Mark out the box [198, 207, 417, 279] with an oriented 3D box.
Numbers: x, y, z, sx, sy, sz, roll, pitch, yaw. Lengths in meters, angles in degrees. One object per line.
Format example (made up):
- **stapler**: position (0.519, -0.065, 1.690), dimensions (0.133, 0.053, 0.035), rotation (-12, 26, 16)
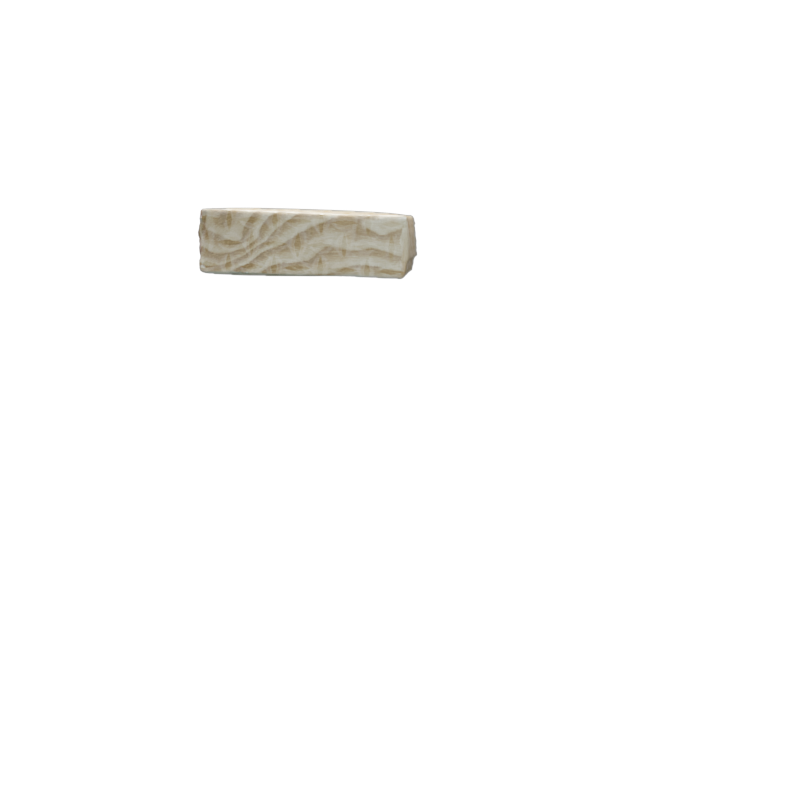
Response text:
- **box**: position (-0.049, -0.089, 0.625), dimensions (0.114, 0.039, 0.090), rotation (1, 7, 6)
